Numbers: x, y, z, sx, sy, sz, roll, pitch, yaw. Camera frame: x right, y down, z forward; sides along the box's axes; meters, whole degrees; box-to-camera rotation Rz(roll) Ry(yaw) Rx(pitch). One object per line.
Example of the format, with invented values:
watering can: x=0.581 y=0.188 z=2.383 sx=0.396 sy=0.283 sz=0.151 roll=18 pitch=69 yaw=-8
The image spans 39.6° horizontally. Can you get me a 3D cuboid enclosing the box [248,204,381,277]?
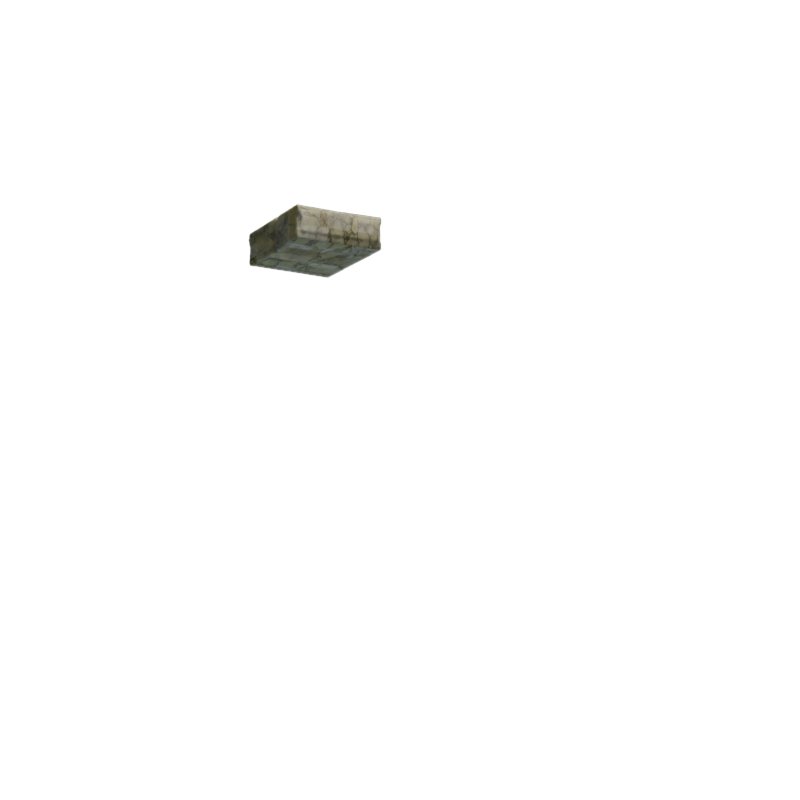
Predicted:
box: x=-0.068 y=-0.124 z=0.866 sx=0.070 sy=0.031 sz=0.090 roll=6 pitch=-11 yaw=-29
